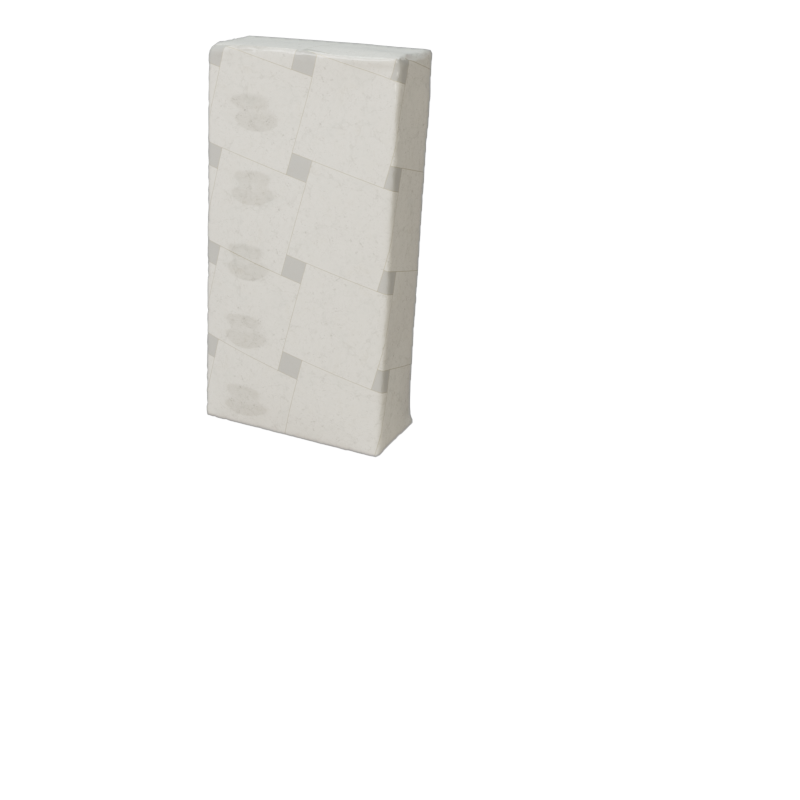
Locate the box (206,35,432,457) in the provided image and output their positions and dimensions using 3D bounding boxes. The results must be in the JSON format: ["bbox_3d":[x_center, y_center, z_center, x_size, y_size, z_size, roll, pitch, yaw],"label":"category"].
[{"bbox_3d":[-0.039,-0.071,0.498,0.097,0.169,0.048,10,21,24],"label":"box"}]
